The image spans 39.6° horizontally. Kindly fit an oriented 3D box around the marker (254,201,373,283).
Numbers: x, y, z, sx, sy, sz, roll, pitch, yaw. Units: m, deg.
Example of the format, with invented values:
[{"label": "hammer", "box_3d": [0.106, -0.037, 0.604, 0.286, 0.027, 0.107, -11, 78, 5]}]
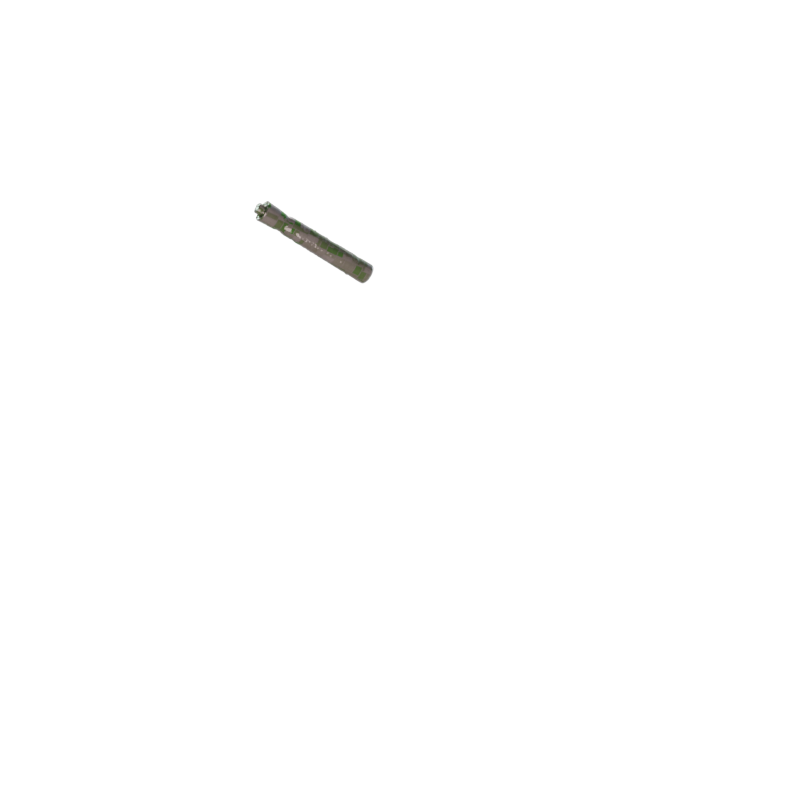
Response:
[{"label": "marker", "box_3d": [-0.075, -0.138, 0.963, 0.115, 0.020, 0.020, 29, -10, -23]}]
